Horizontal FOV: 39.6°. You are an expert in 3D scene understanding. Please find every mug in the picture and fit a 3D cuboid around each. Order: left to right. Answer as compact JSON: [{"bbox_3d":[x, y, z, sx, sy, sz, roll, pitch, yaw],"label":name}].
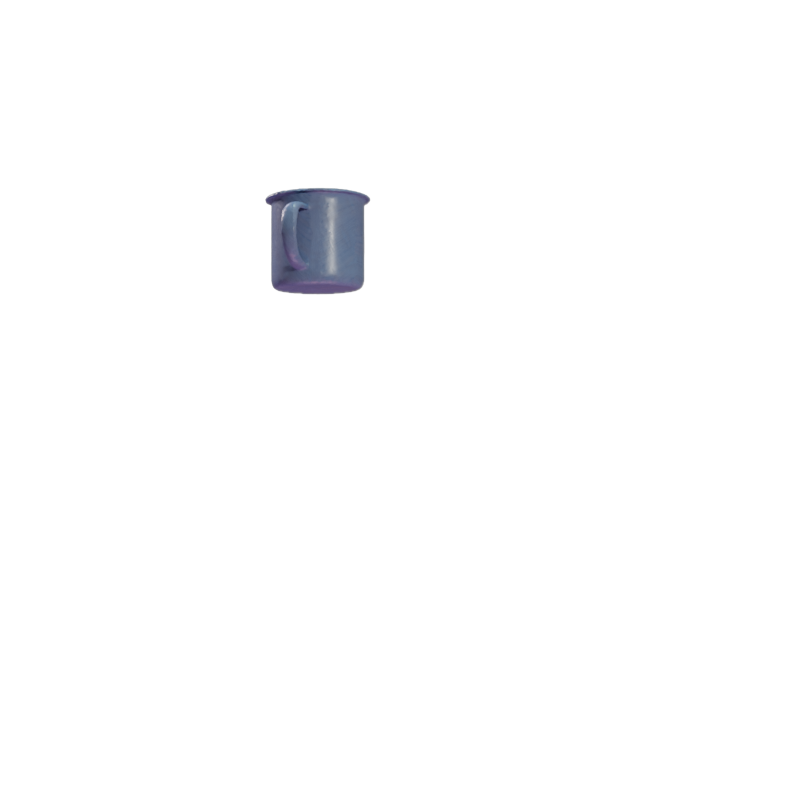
[{"bbox_3d":[-0.076,-0.138,0.965,0.095,0.083,0.113,-2,-5,16],"label":"mug"}]
